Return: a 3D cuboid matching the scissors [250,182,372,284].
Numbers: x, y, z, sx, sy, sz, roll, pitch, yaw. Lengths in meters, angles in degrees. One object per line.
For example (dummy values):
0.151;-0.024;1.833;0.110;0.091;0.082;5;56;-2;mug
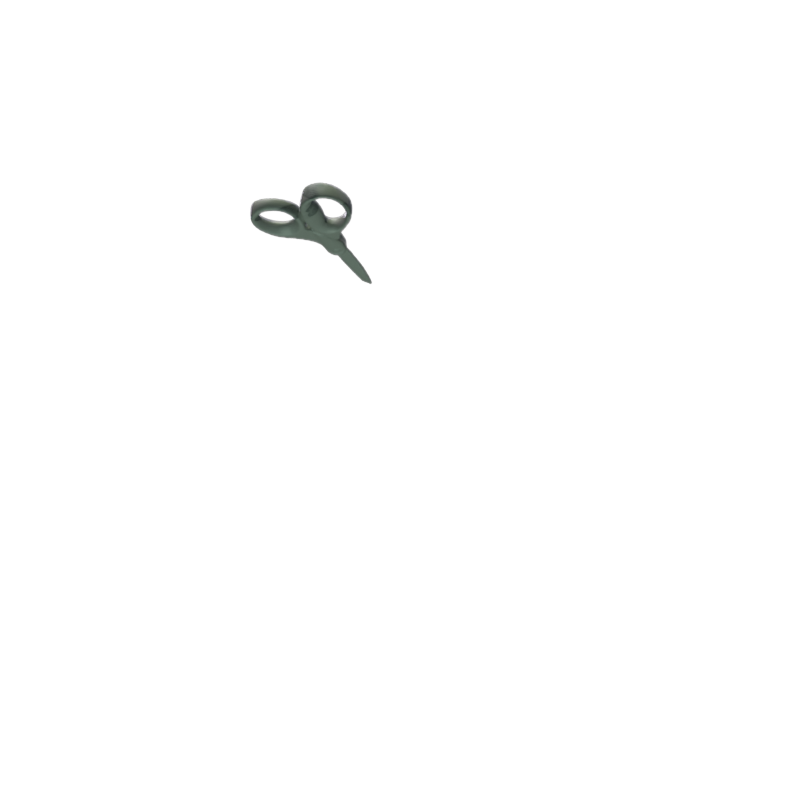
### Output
-0.078;-0.142;0.996;0.097;0.017;0.191;-1;-18;2;scissors
